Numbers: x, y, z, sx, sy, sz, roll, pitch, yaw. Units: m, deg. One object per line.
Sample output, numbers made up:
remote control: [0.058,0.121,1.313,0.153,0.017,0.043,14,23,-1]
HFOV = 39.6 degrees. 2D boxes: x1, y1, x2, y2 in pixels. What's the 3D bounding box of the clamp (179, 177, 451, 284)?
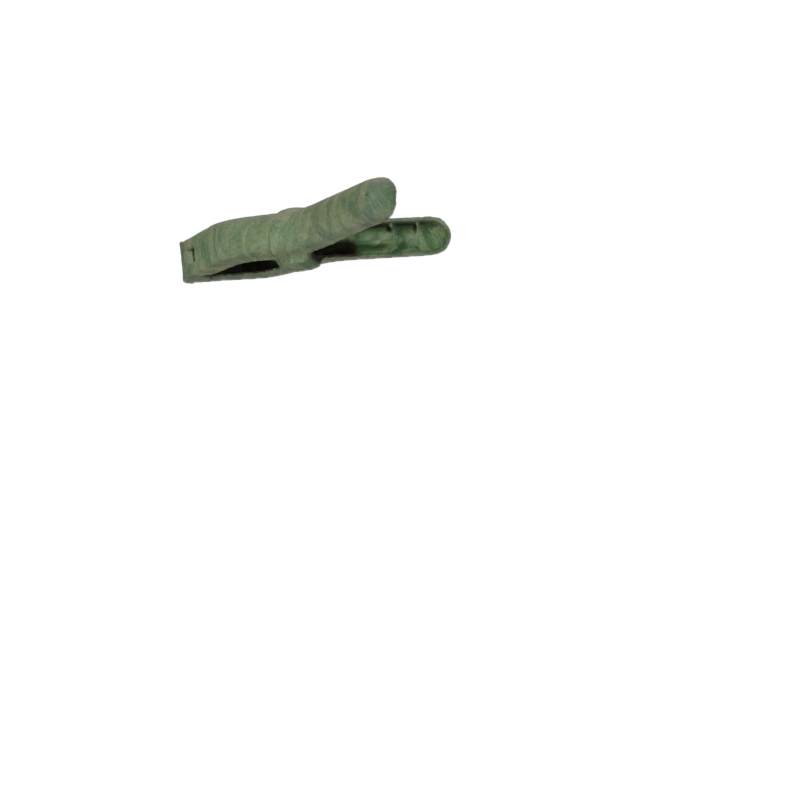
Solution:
clamp: [-0.055,-0.099,0.697,0.175,0.041,0.113,-7,-14,29]
